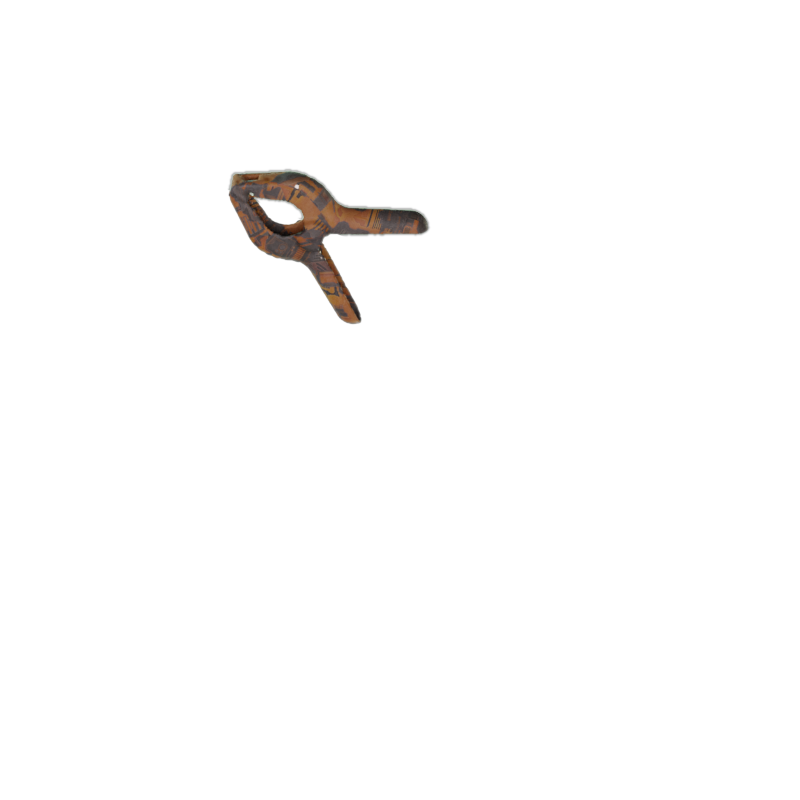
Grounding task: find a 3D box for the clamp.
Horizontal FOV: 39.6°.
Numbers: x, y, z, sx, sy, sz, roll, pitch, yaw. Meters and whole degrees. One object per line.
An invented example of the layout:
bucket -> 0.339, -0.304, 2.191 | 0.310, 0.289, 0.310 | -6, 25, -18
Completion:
clamp -> -0.075, -0.136, 0.956 | 0.168, 0.117, 0.041 | 22, 19, -8
